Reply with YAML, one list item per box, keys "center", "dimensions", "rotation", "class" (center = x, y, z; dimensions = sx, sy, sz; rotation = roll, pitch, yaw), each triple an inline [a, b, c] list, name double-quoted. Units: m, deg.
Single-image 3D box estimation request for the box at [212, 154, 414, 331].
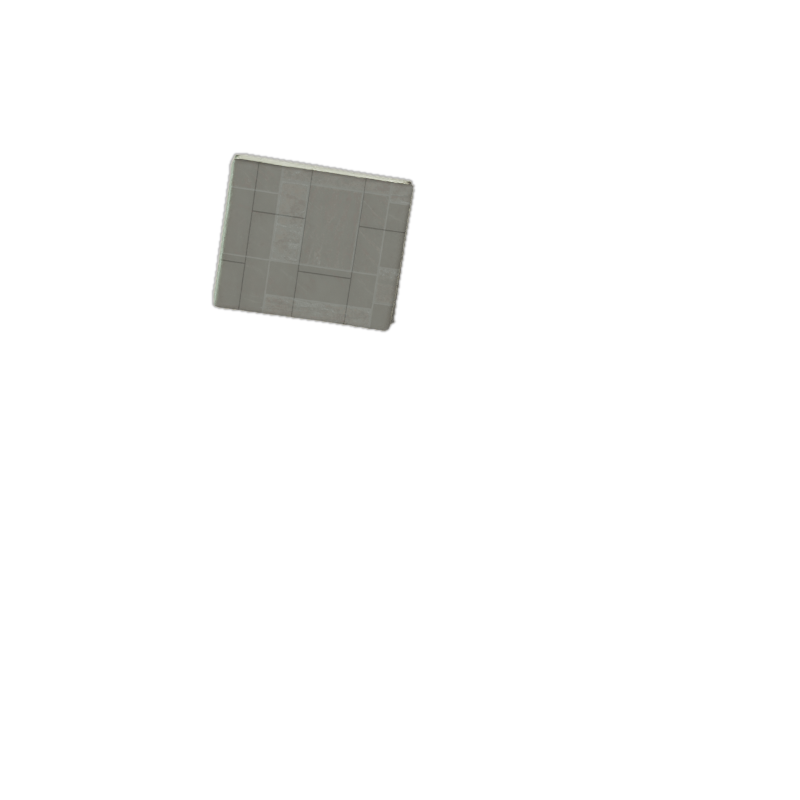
- center: [-0.042, -0.077, 0.540]
  dimensions: [0.089, 0.072, 0.031]
  rotation: [8, 11, -2]
  class: "box"
